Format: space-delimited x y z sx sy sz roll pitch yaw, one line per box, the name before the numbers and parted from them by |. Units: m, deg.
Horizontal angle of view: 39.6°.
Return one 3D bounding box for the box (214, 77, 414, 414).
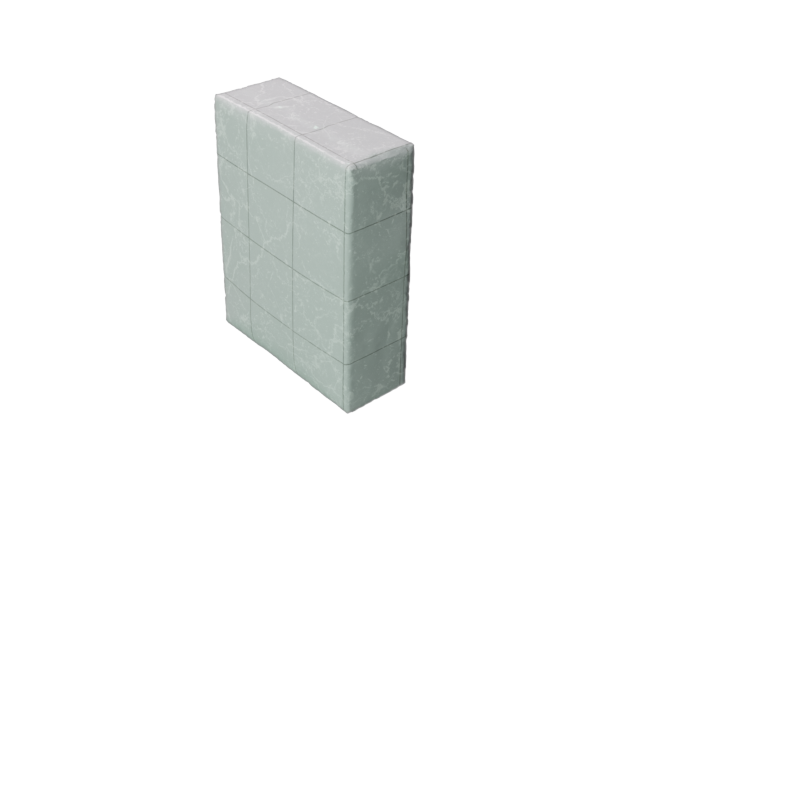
box | -0.067 -0.123 0.861 0.071 0.201 0.176 -23 41 -33
